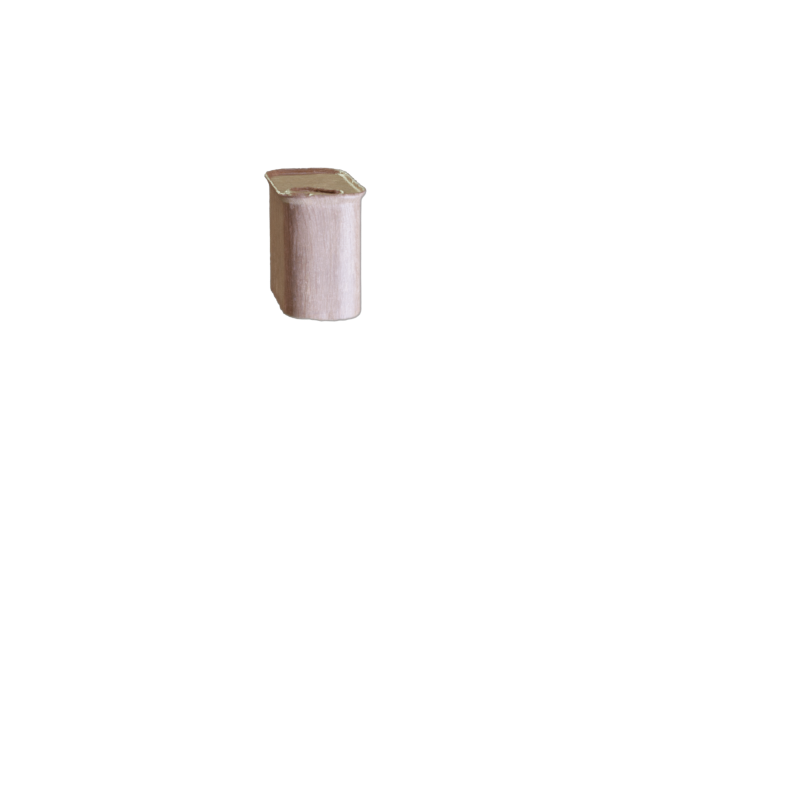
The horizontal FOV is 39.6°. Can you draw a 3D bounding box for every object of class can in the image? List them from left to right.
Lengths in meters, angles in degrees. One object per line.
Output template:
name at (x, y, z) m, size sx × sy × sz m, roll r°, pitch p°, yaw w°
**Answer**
can at (-0.058, -0.106, 0.741) m, size 0.057 × 0.081 × 0.107 m, roll -3°, pitch 18°, yaw -12°
